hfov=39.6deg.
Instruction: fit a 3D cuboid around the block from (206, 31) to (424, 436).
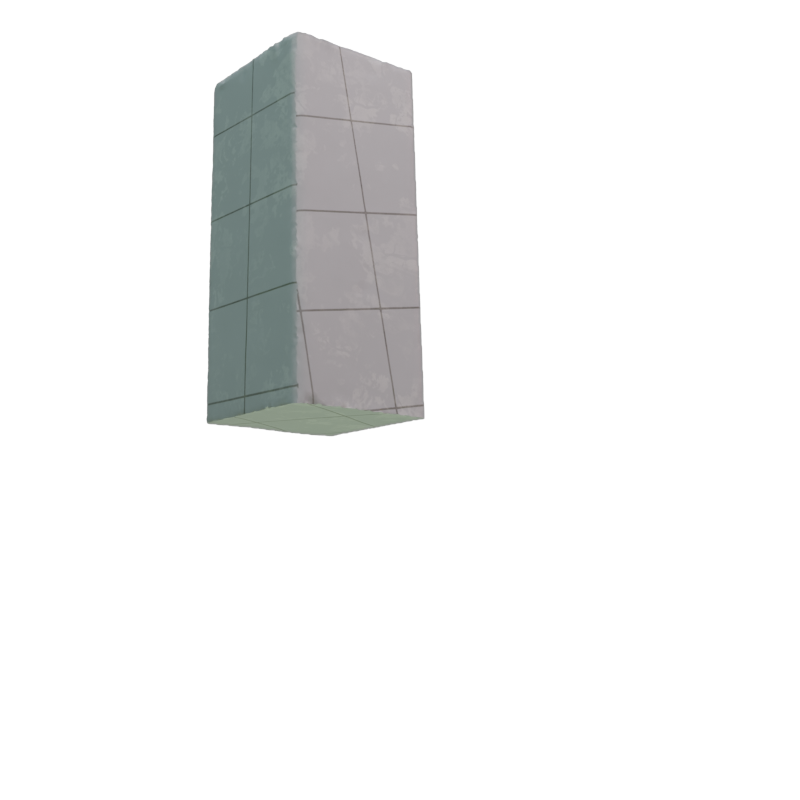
[{"bbox_3d":[-0.051,-0.091,0.637,0.086,0.215,0.092,11,-20,-37],"label":"block"}]
